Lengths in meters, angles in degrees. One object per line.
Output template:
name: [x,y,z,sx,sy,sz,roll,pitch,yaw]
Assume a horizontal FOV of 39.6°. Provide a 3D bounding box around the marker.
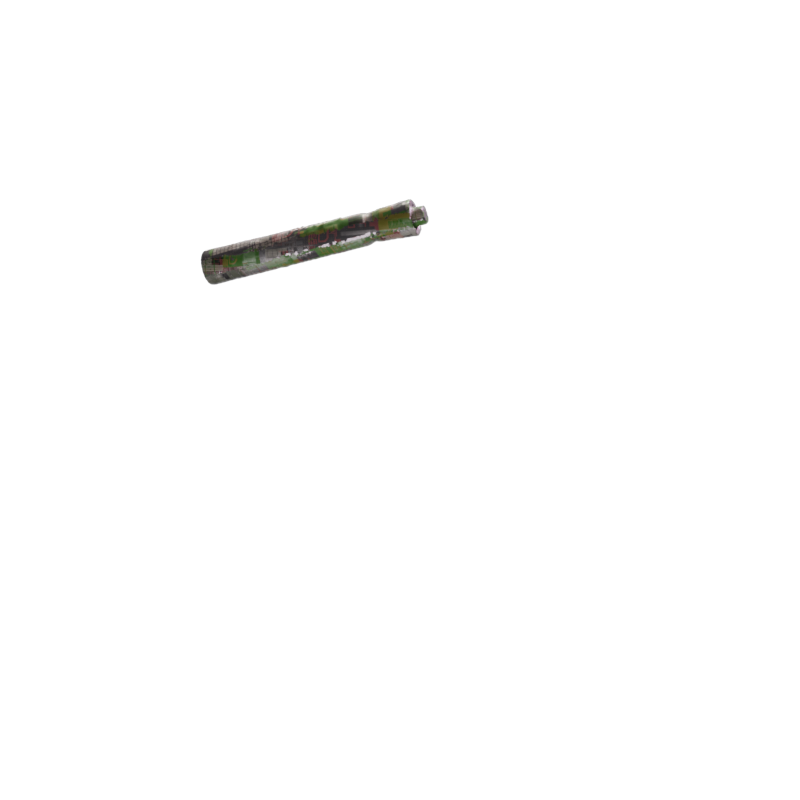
marker: [-0.044,-0.081,0.568,0.122,0.020,0.019,-11,1,18]
